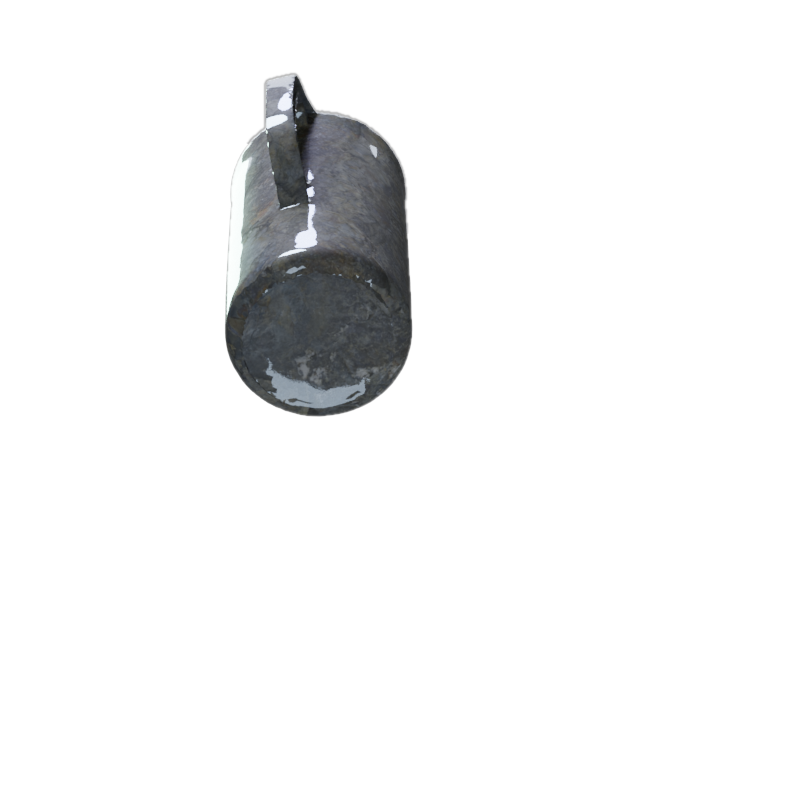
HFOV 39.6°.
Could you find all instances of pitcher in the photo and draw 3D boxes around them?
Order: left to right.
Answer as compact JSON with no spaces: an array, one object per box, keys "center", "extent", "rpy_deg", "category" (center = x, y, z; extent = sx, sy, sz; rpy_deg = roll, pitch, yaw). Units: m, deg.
[{"center":[-0.057,-0.105,0.733],"extent":[0.144,0.141,0.257],"rpy_deg":[29,23,-17],"category":"pitcher"}]
